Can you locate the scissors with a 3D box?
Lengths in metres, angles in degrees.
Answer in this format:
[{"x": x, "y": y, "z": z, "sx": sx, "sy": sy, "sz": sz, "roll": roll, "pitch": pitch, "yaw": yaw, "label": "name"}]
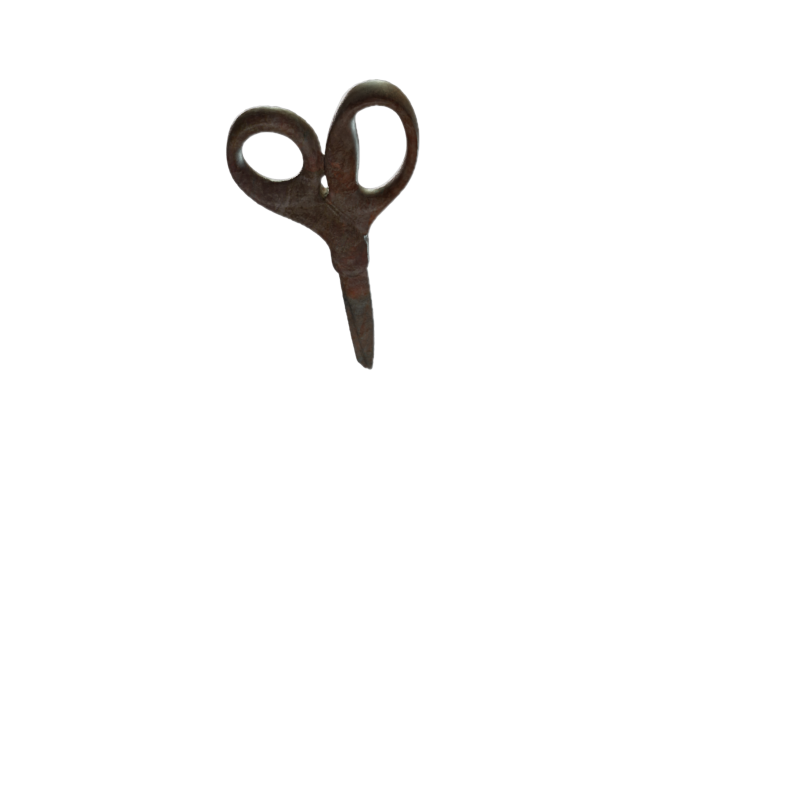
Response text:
[{"x": -0.043, "y": -0.078, "z": 0.547, "sx": 0.095, "sy": 0.017, "sz": 0.190, "roll": 7, "pitch": -38, "yaw": -9, "label": "scissors"}]
